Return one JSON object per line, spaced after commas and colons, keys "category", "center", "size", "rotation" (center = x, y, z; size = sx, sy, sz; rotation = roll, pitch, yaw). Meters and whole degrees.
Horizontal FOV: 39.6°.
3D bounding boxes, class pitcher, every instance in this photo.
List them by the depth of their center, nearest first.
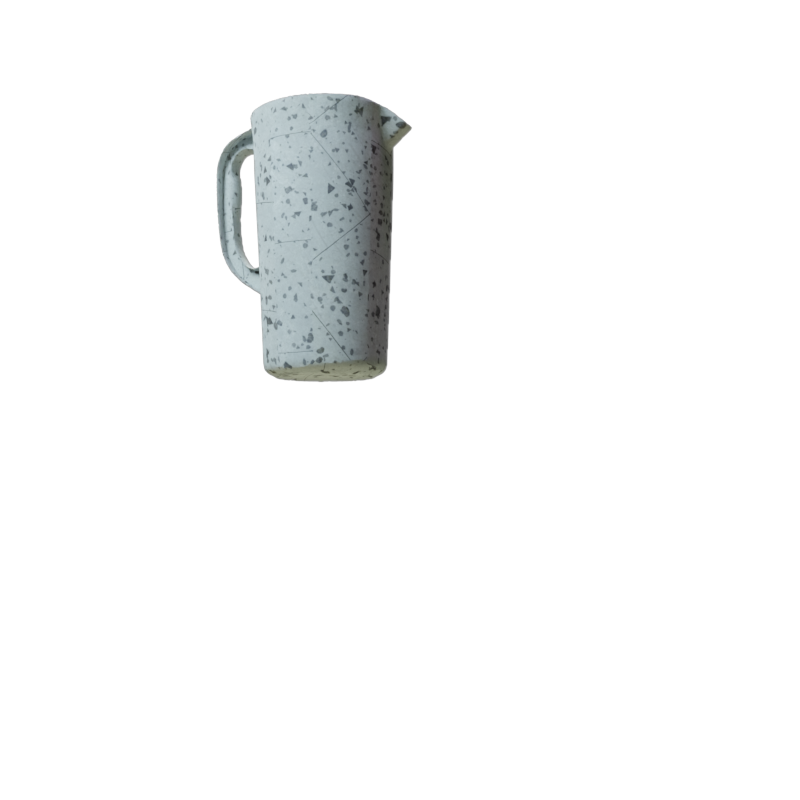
{"category": "pitcher", "center": [-0.077, -0.141, 0.990], "size": [0.140, 0.250, 0.150], "rotation": [4, -11, -24]}
